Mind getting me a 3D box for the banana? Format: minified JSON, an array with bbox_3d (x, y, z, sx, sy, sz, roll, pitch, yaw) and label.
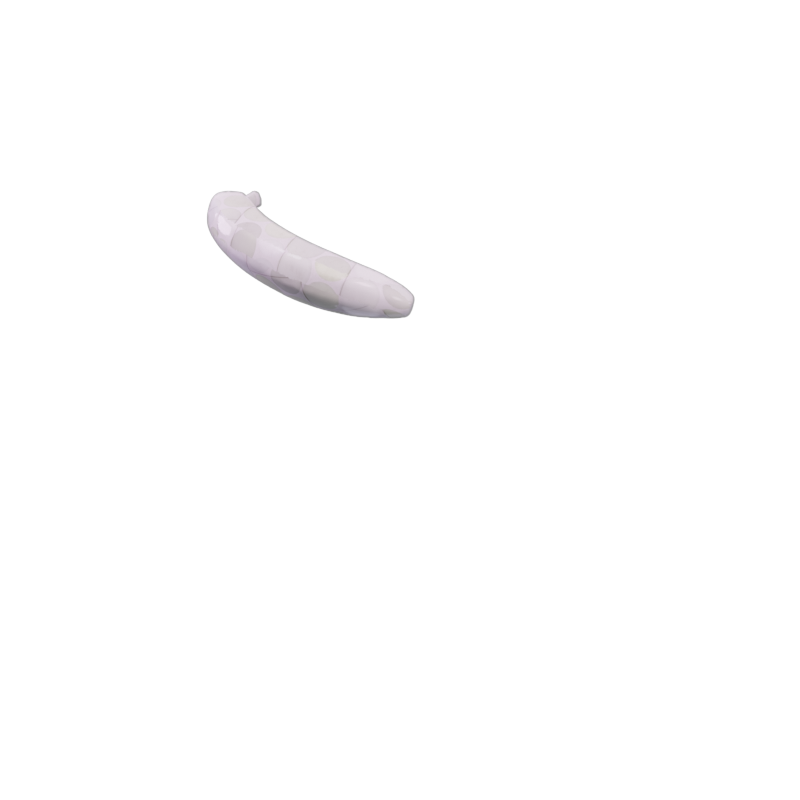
[{"bbox_3d":[-0.074,-0.099,0.716,0.069,0.034,0.213,-20,39,-28],"label":"banana"}]
